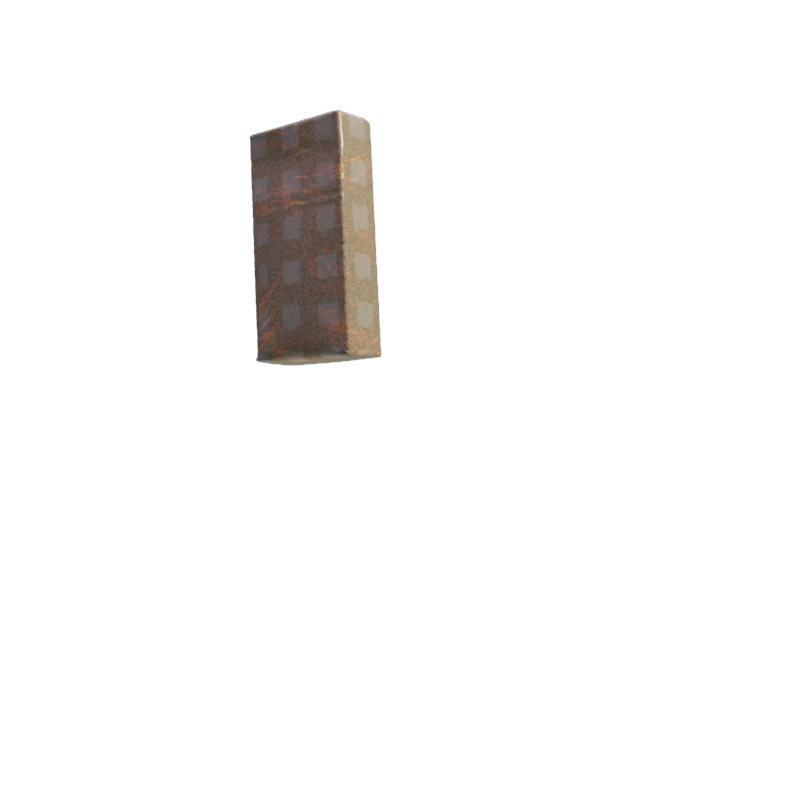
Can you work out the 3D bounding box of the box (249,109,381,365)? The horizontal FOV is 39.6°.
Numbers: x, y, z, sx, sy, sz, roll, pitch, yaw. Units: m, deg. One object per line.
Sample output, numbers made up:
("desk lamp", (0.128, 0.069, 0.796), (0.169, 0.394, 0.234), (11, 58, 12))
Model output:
("box", (-0.064, -0.116, 0.816), (0.096, 0.181, 0.045), (-8, -13, 39))
